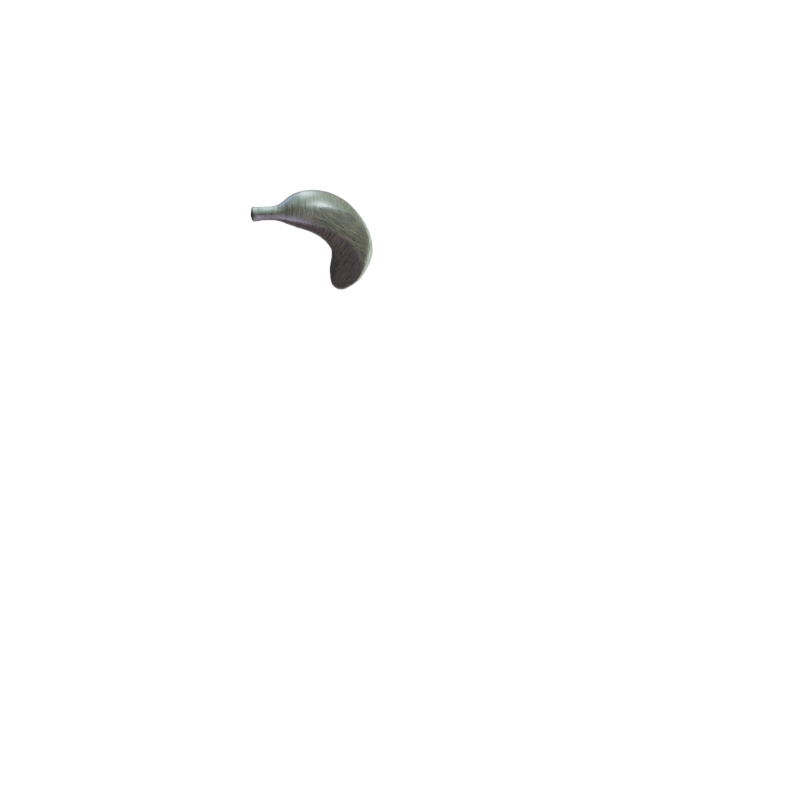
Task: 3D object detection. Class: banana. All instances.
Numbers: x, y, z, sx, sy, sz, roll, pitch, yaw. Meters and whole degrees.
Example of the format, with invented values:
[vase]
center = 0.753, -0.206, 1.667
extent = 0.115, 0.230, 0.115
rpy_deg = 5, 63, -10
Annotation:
[banana]
center = -0.061, -0.143, 0.975
extent = 0.071, 0.038, 0.185
rpy_deg = -6, -17, 19
